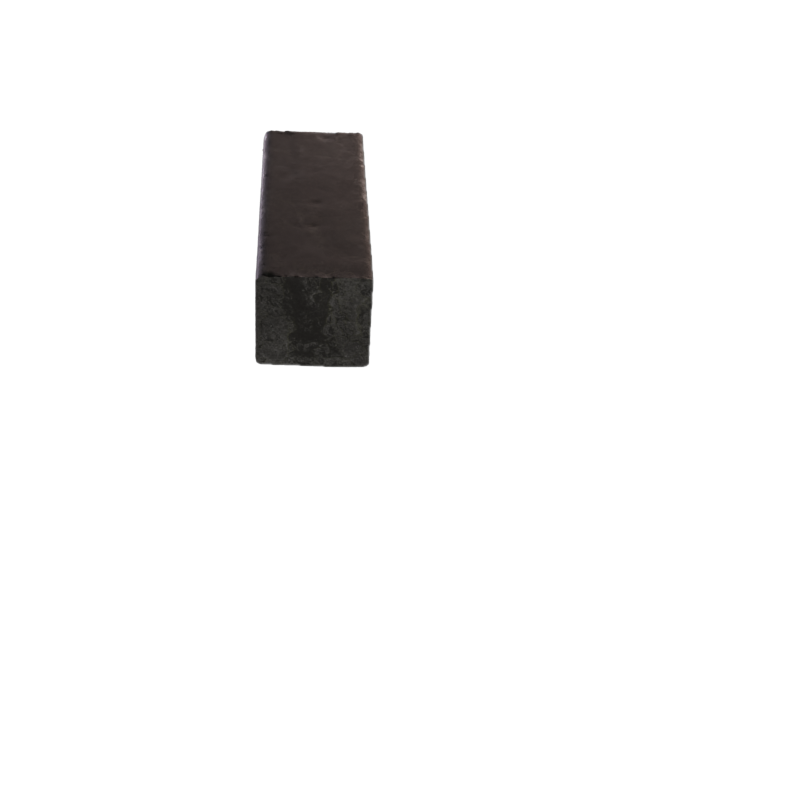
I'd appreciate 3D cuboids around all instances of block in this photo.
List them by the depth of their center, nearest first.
[{"bbox_3d":[-0.072,-0.131,0.917,0.090,0.085,0.221,0,42,-4],"label":"block"}]
